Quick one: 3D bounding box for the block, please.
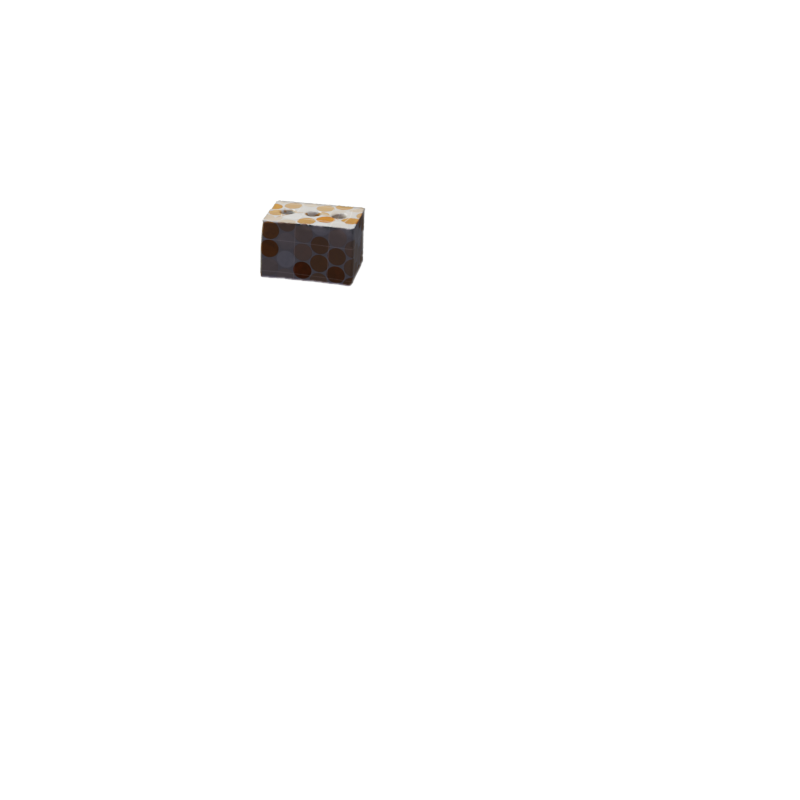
[{"bbox_3d":[-0.072,-0.131,0.915,0.079,0.049,0.055,6,27,10],"label":"block"}]
